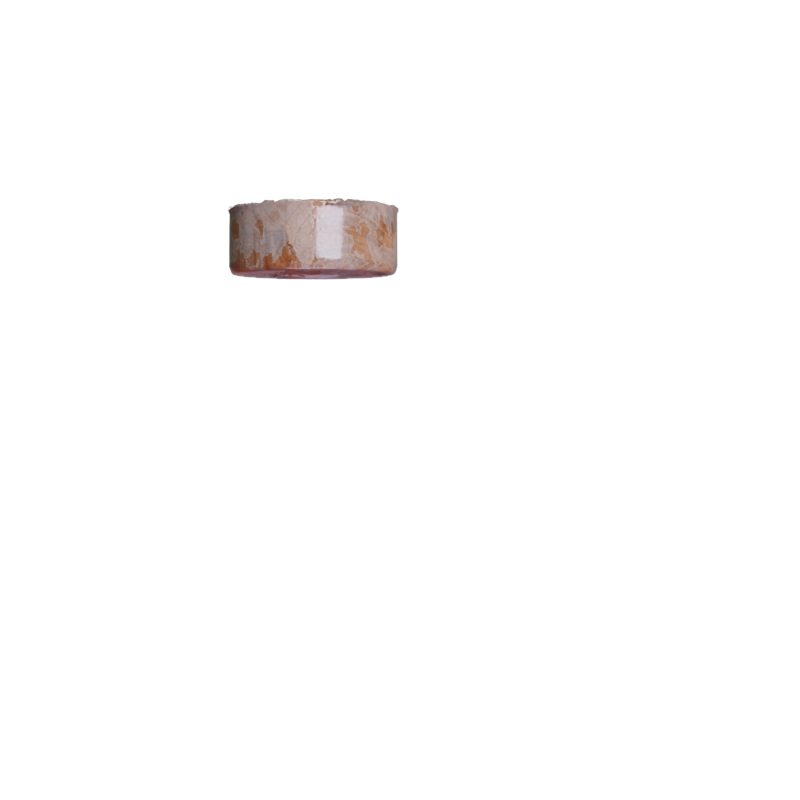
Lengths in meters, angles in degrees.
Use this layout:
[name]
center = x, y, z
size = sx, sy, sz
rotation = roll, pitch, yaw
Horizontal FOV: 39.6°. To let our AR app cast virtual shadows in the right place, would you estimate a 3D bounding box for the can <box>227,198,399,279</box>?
[can]
center = -0.044, -0.080, 0.557
size = 0.086, 0.034, 0.086
rotation = 0, 2, -2
